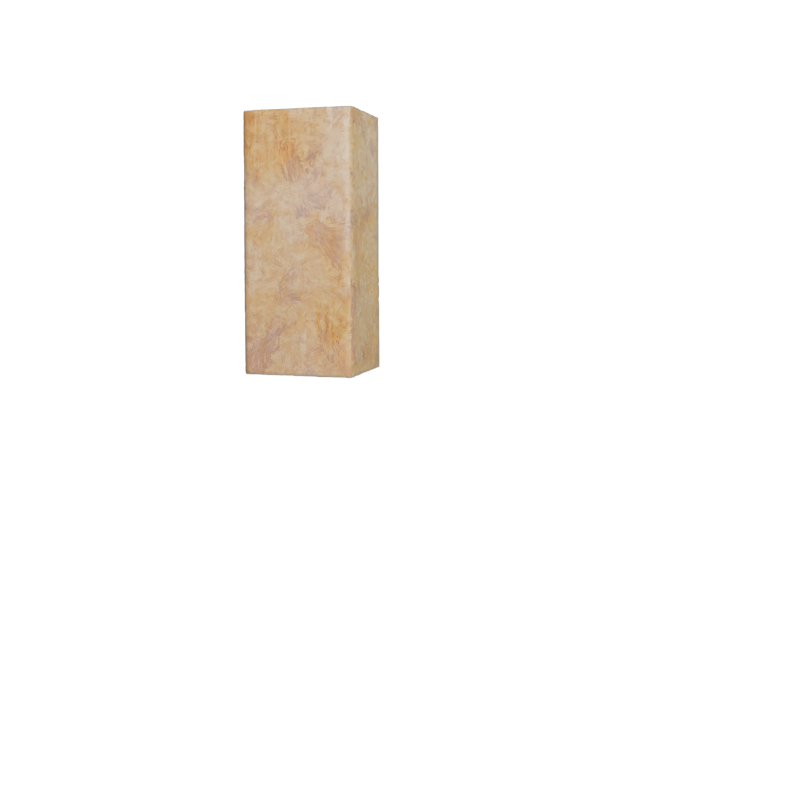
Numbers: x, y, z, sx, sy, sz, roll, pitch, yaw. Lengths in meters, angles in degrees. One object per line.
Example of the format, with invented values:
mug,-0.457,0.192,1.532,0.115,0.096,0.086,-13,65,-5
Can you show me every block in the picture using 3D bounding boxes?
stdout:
block,-0.070,-0.127,0.891,0.093,0.206,0.088,0,1,15
